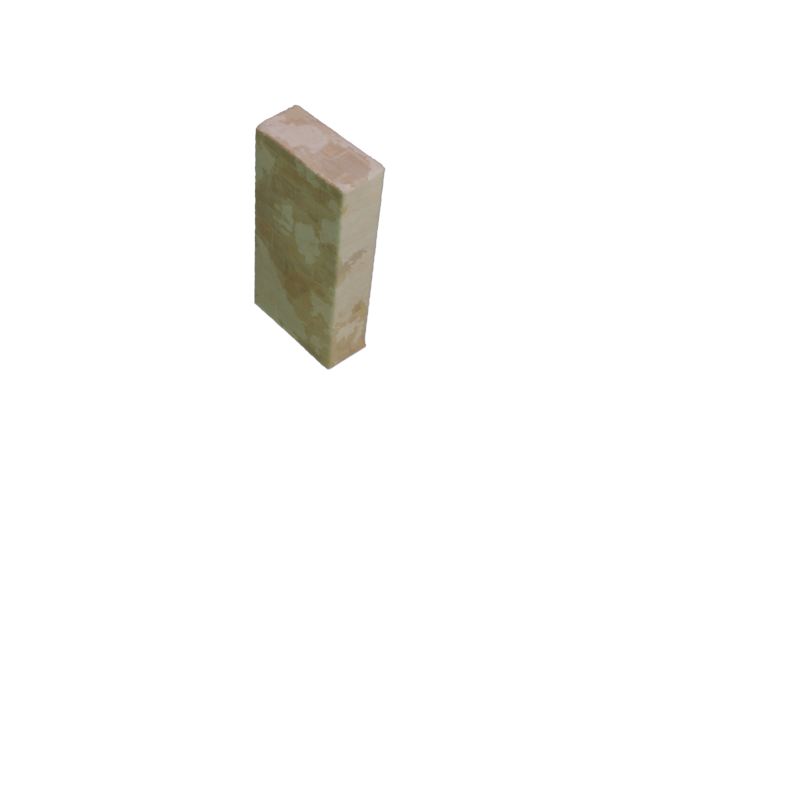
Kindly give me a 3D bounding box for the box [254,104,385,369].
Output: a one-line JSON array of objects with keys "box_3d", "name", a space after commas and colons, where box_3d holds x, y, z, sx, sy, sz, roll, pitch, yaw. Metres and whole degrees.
[{"box_3d": [-0.062, -0.113, 0.793, 0.048, 0.164, 0.100, -32, 57, -28], "name": "box"}]
